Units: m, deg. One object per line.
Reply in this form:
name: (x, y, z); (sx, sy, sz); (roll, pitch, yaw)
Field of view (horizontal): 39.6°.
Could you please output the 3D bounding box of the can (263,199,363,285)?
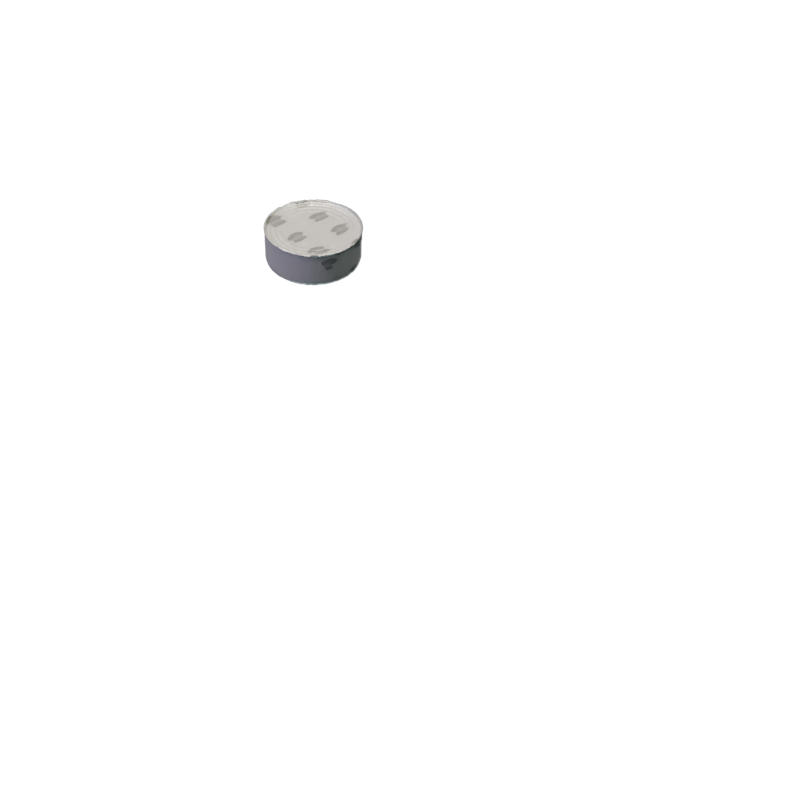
can: (-0.075, -0.138, 0.964); (0.086, 0.031, 0.092); (-1, 40, -2)
